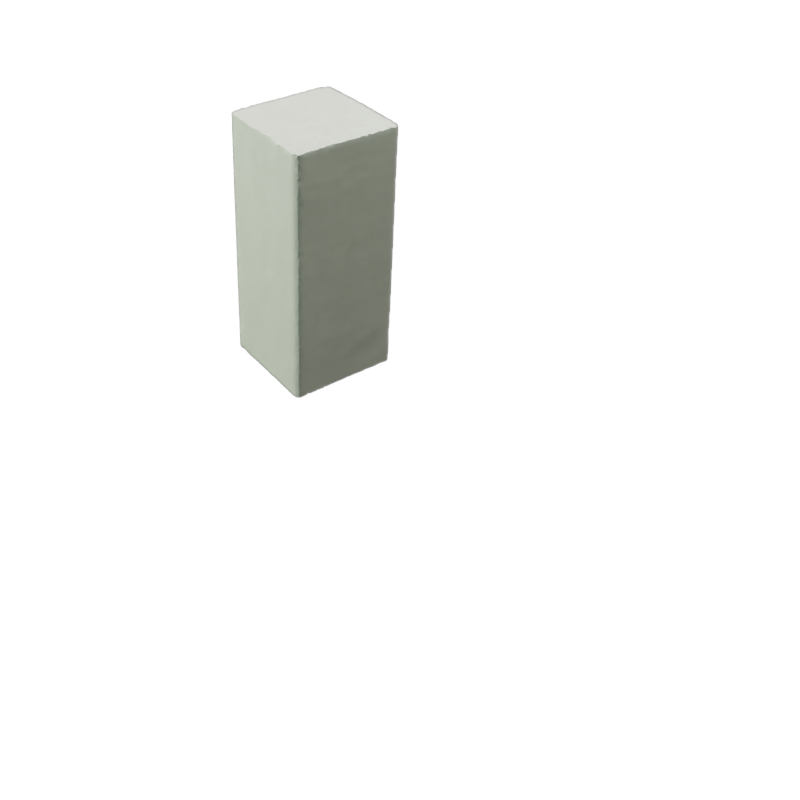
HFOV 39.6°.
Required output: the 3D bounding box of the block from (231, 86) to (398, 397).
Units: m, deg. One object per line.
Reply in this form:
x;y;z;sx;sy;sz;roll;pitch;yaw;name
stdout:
-0.066;-0.121;0.844;0.090;0.193;0.097;-21;41;-31;block
